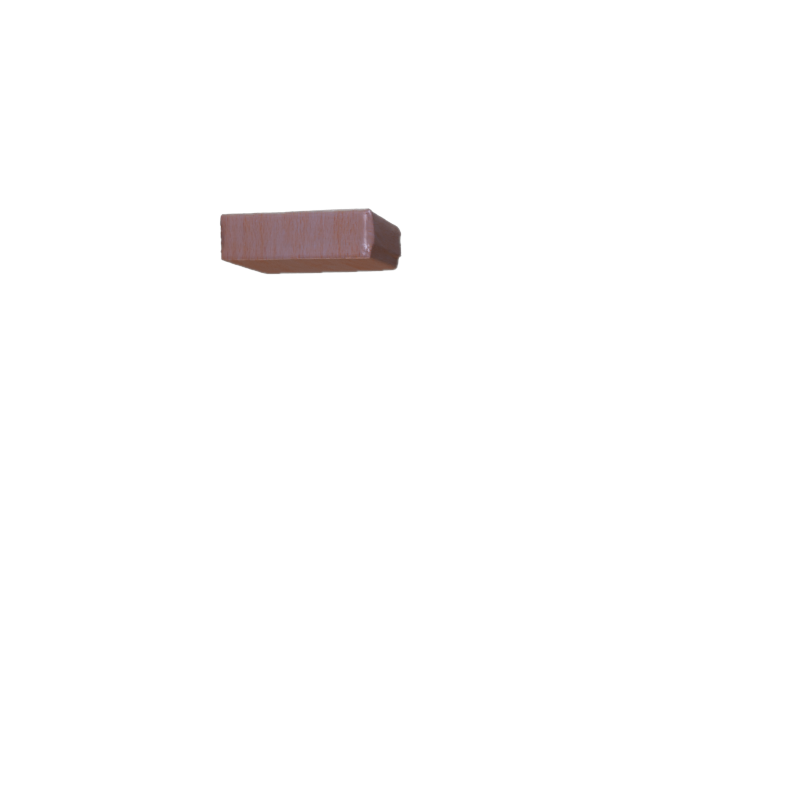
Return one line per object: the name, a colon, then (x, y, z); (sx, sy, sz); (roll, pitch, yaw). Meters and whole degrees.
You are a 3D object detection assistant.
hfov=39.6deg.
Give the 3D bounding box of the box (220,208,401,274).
box: (-0.050, -0.092, 0.642); (0.091, 0.030, 0.071); (0, 0, 15)
